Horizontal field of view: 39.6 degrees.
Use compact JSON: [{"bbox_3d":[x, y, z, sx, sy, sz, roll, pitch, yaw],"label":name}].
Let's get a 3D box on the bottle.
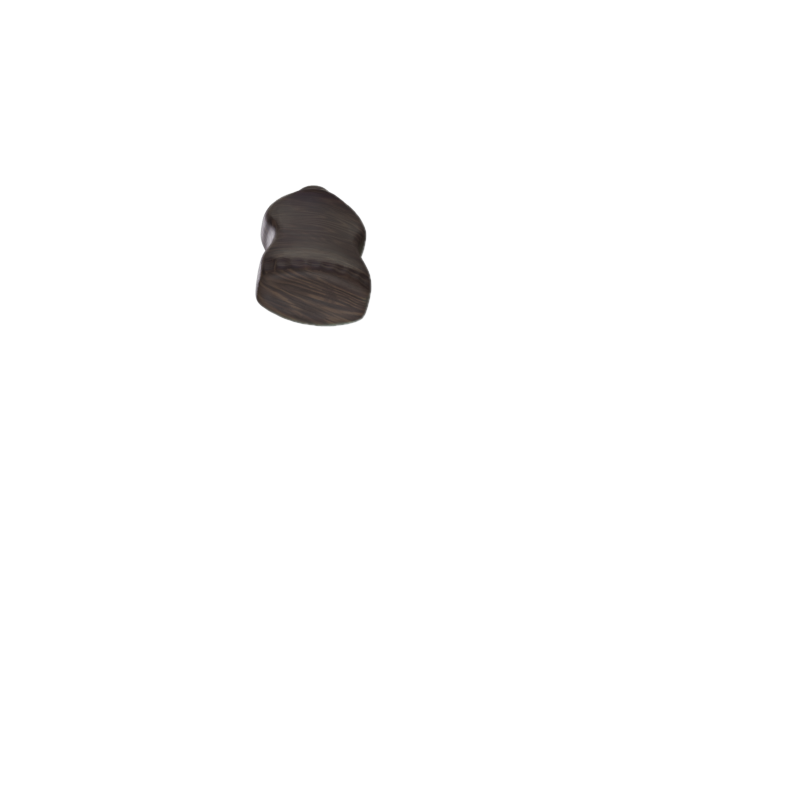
[{"bbox_3d":[-0.078,-0.142,1.000,0.095,0.055,0.205,6,35,-8],"label":"bottle"}]
